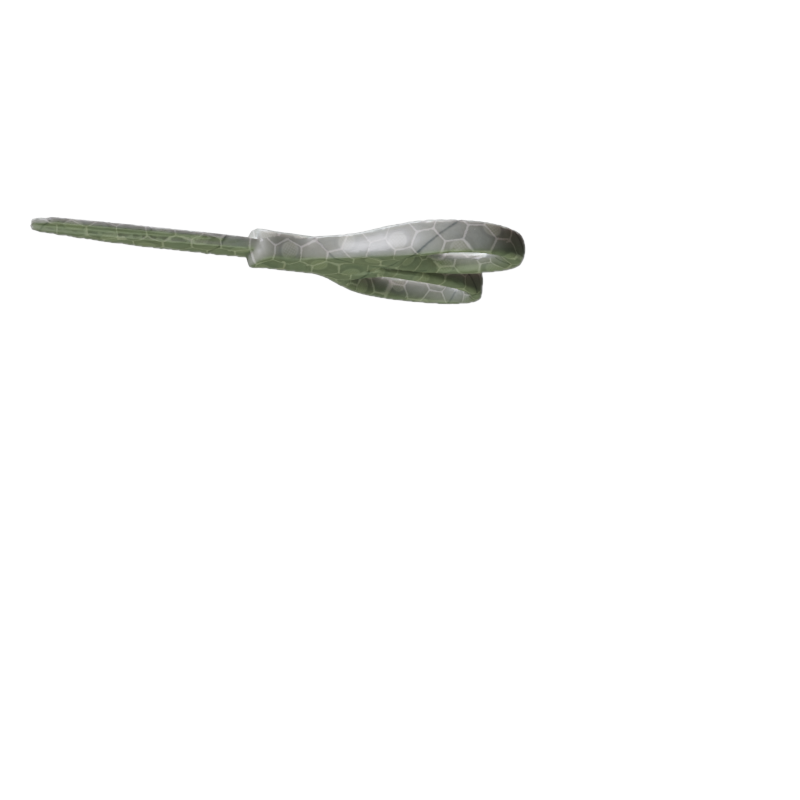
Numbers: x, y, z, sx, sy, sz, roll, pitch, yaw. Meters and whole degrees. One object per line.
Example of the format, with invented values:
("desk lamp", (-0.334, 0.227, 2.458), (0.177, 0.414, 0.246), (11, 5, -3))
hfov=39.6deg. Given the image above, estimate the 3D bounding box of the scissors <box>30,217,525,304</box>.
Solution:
("scissors", (-0.035, -0.064, 0.446), (0.192, 0.016, 0.097), (7, -13, -36))
